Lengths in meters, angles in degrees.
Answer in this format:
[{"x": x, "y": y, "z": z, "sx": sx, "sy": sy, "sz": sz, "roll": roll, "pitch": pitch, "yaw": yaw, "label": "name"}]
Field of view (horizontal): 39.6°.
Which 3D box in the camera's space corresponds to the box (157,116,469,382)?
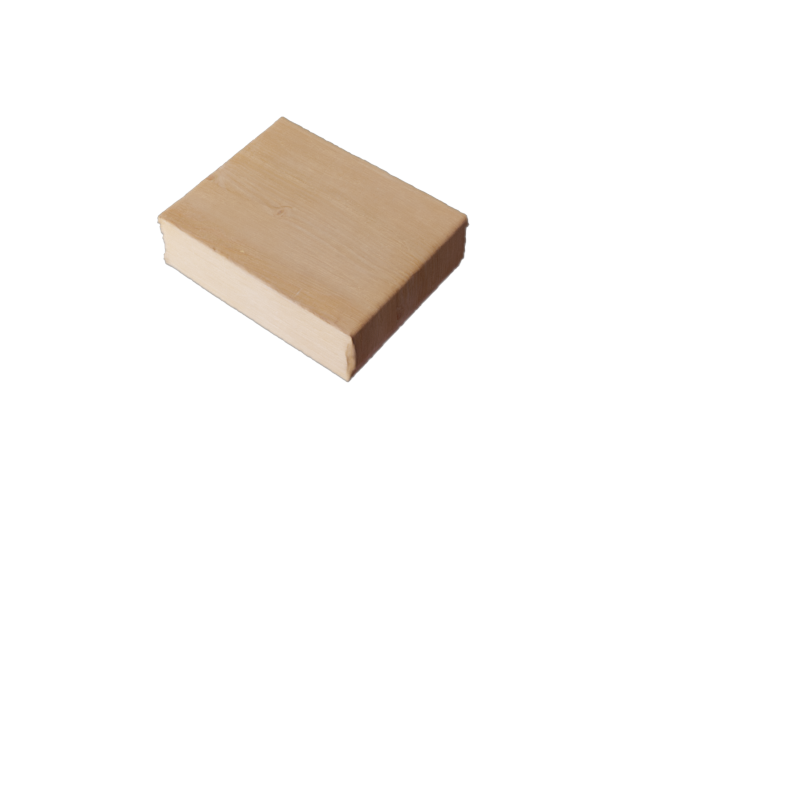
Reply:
[{"x": -0.040, "y": -0.073, "z": 0.509, "sx": 0.119, "sy": 0.036, "sz": 0.092, "roll": 30, "pitch": 55, "yaw": 23, "label": "box"}]
